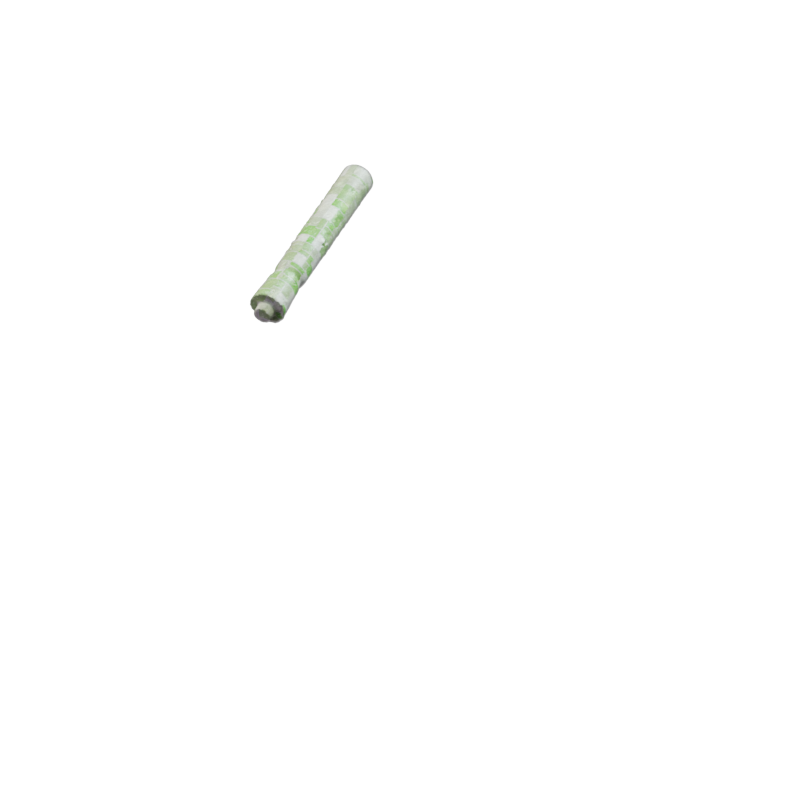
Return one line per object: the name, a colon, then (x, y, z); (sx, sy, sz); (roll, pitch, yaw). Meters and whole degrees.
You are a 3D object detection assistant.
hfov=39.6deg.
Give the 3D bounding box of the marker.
marker: (-0.046, -0.083, 0.582); (0.020, 0.018, 0.126); (1, 42, 28)
